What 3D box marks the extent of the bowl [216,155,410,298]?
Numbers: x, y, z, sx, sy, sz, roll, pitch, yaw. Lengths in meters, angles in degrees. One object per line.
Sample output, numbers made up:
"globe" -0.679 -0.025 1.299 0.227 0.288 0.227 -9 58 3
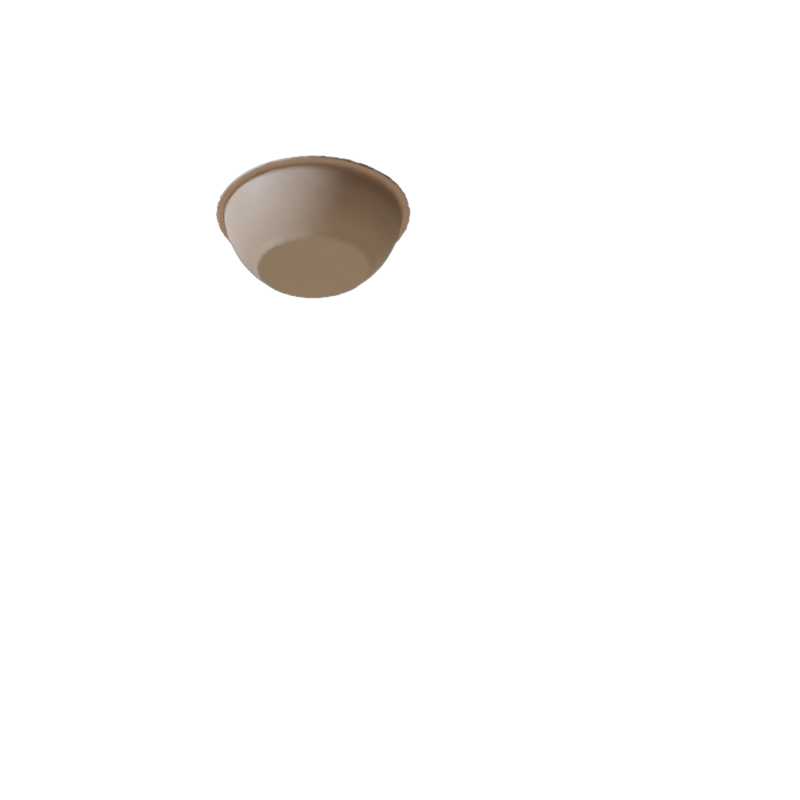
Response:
"bowl" -0.071 -0.130 0.910 0.162 0.059 0.152 1 -28 -2
